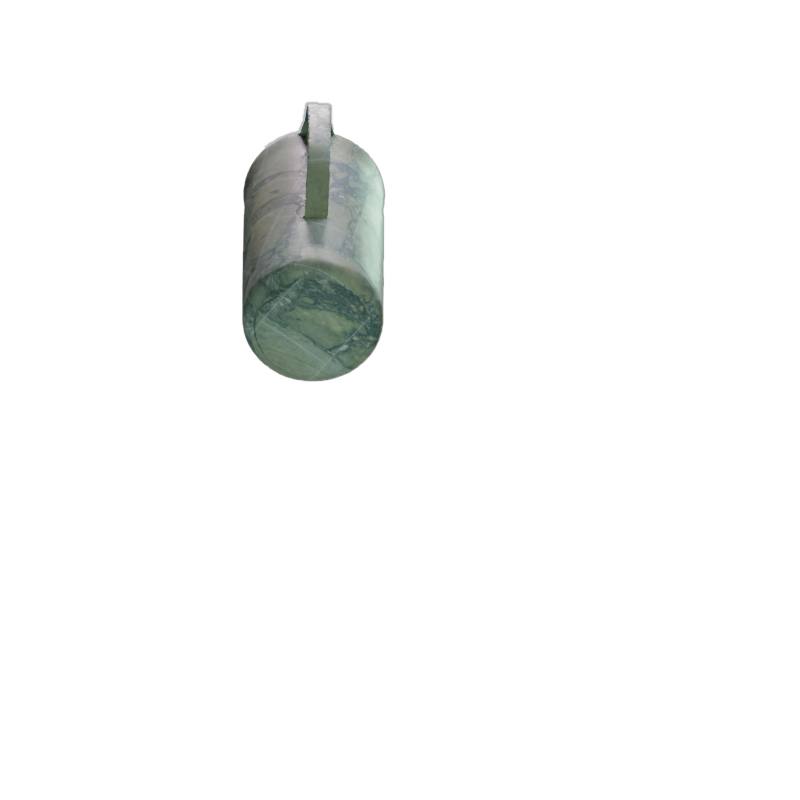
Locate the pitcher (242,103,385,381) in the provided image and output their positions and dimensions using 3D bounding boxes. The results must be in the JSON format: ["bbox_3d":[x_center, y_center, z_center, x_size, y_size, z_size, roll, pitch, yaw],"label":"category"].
[{"bbox_3d":[-0.073,-0.134,0.937,0.144,0.141,0.259,-36,27,18],"label":"pitcher"}]
